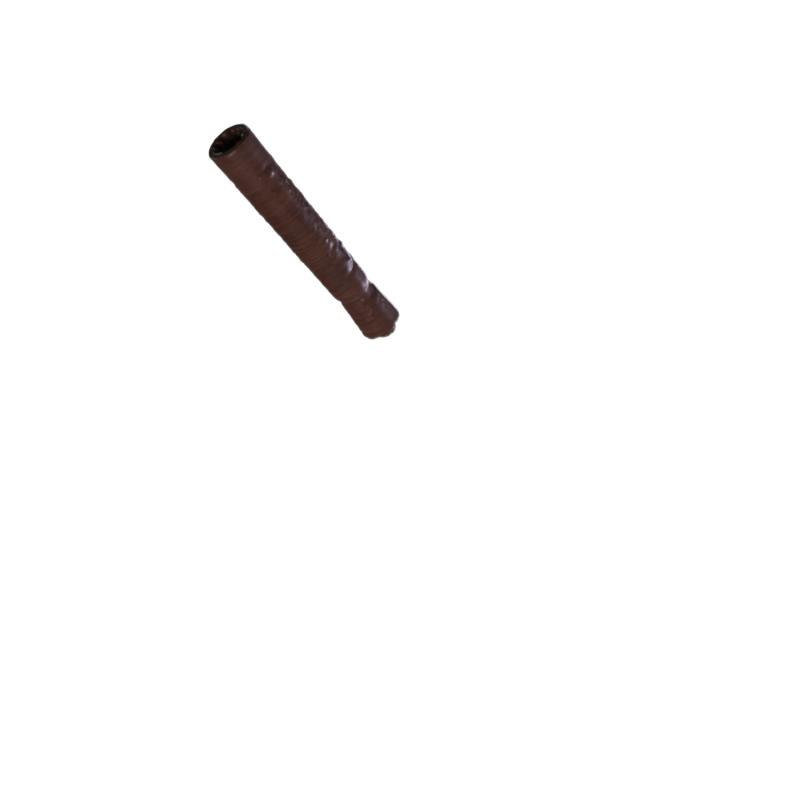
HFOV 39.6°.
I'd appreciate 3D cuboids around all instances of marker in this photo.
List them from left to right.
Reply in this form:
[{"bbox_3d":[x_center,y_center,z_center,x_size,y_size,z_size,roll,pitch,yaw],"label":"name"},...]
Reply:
[{"bbox_3d":[-0.036,-0.065,0.453,0.021,0.020,0.112,3,-35,44],"label":"marker"}]
